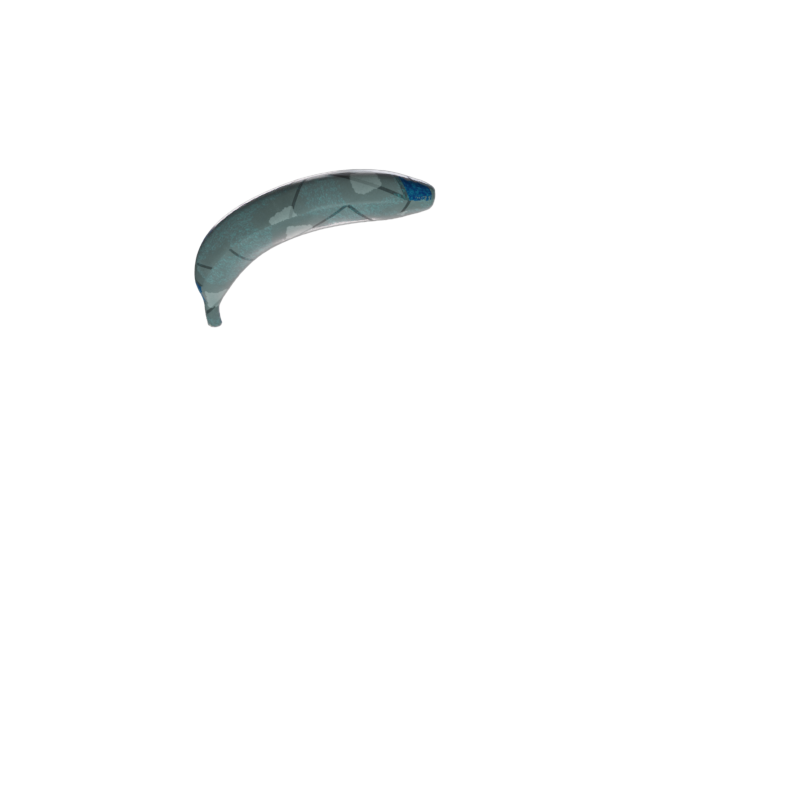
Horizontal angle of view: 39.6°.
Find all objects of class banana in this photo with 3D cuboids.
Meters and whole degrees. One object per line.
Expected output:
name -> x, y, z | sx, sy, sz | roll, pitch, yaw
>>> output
banana -> -0.074, -0.119, 0.770 | 0.198, 0.039, 0.065 | -25, -50, 23
